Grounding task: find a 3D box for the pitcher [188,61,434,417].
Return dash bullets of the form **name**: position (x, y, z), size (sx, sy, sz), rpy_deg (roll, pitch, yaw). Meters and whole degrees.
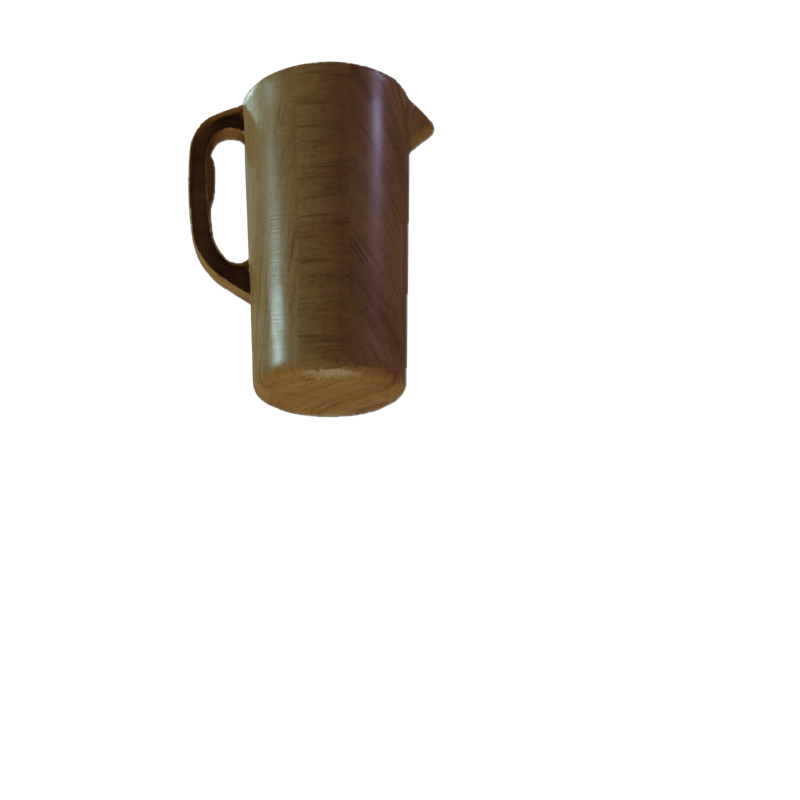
- **pitcher**: position (-0.064, -0.117, 0.822), size (0.151, 0.256, 0.136), rpy_deg (-19, -29, 37)
